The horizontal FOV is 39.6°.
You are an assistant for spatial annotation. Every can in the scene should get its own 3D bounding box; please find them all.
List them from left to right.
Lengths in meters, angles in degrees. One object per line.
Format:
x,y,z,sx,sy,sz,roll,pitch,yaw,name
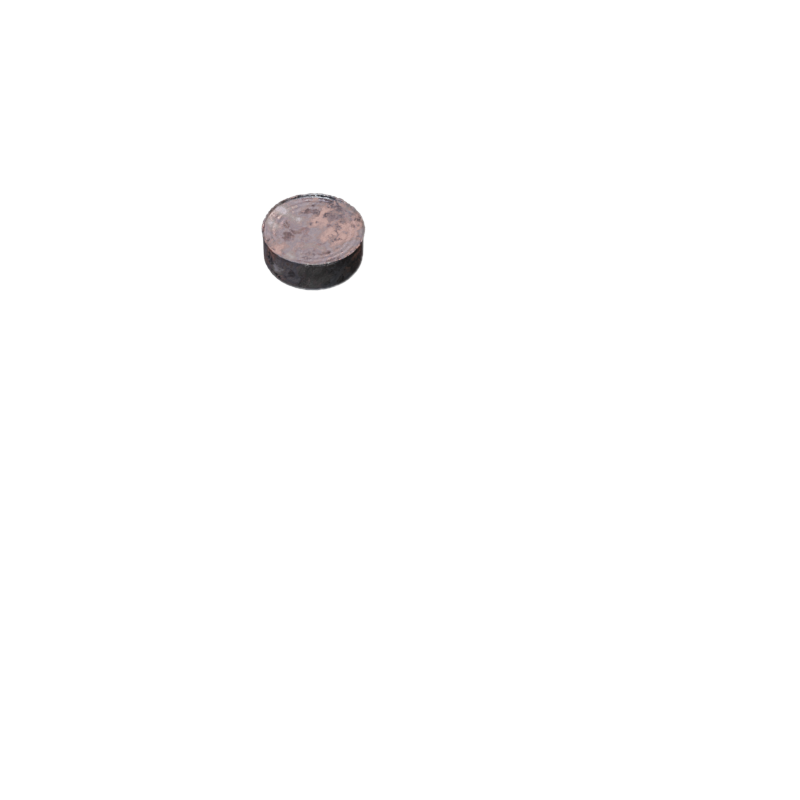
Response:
-0.073,-0.133,0.929,0.086,0.092,0.031,-1,-42,-1,can
